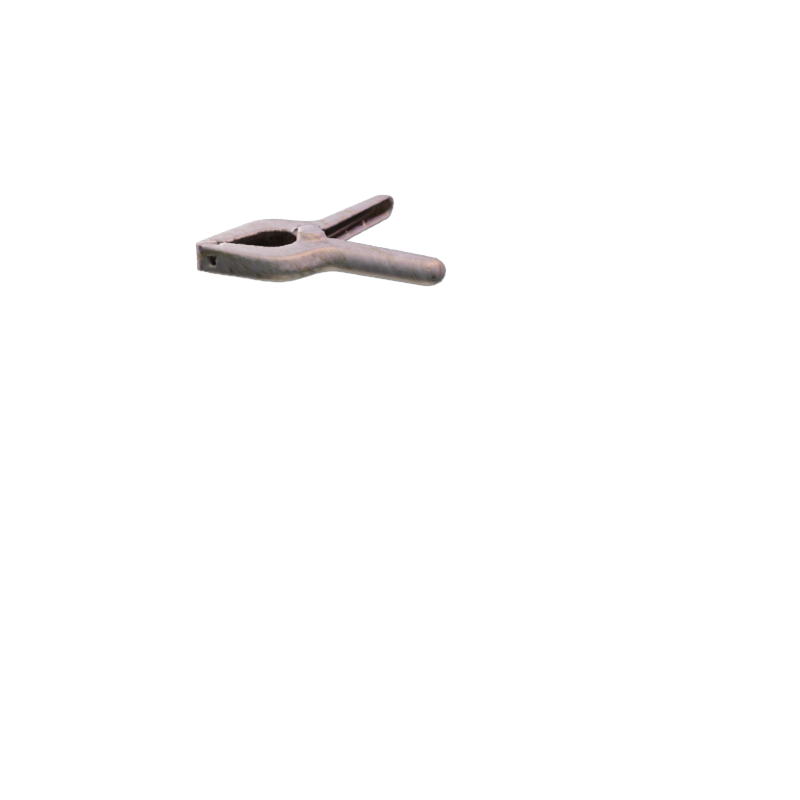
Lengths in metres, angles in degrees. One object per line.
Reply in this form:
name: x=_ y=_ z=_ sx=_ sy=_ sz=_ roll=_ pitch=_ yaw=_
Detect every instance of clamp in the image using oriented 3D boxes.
clamp: x=-0.078 y=-0.142 z=0.998 sx=0.208 sy=0.034 sz=0.175 roll=-4 pitch=30 yaw=-7
